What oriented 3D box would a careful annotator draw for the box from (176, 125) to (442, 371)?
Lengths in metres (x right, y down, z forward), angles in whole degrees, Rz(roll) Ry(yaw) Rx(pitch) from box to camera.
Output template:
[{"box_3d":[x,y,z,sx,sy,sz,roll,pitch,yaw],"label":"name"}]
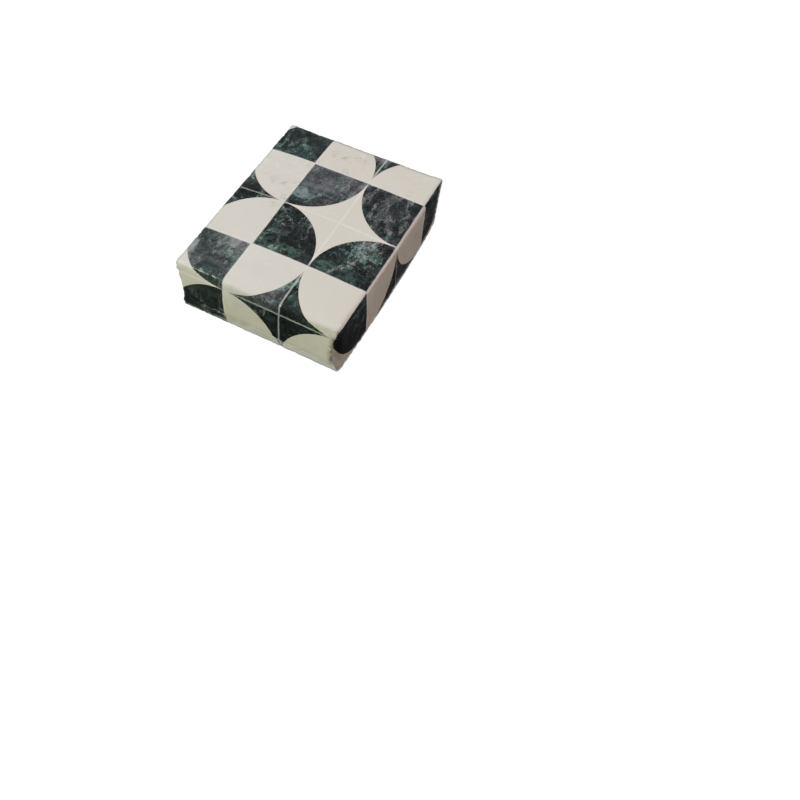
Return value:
[{"box_3d":[-0.043,-0.079,0.554,0.093,0.117,0.036,22,-36,17],"label":"box"}]
